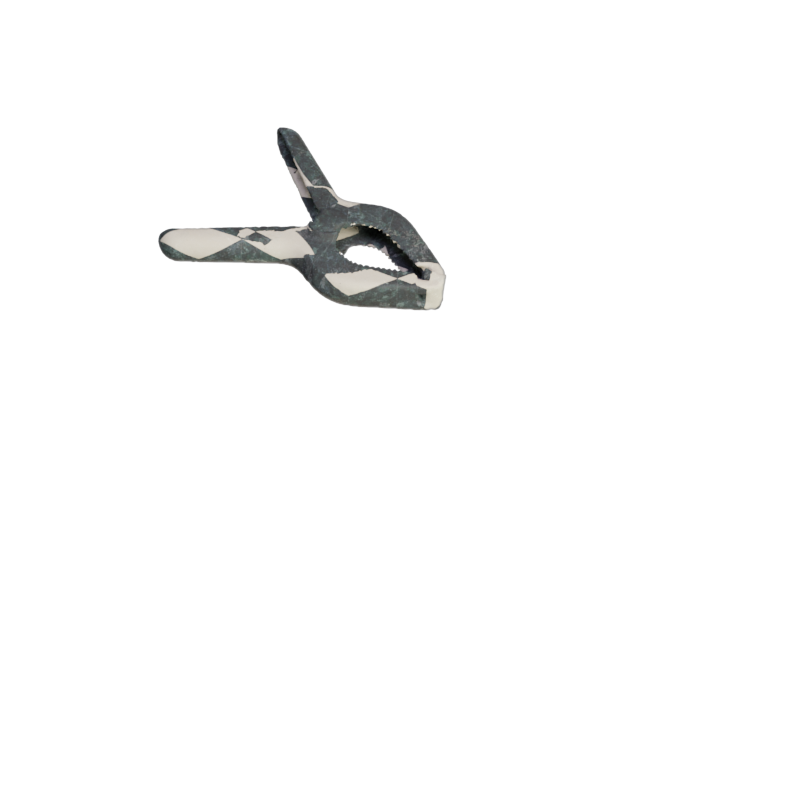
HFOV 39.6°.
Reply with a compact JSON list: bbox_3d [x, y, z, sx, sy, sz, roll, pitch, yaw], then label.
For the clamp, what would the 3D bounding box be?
[{"bbox_3d":[-0.065,-0.119,0.835,0.222,0.034,0.167,33,57,25],"label":"clamp"}]
